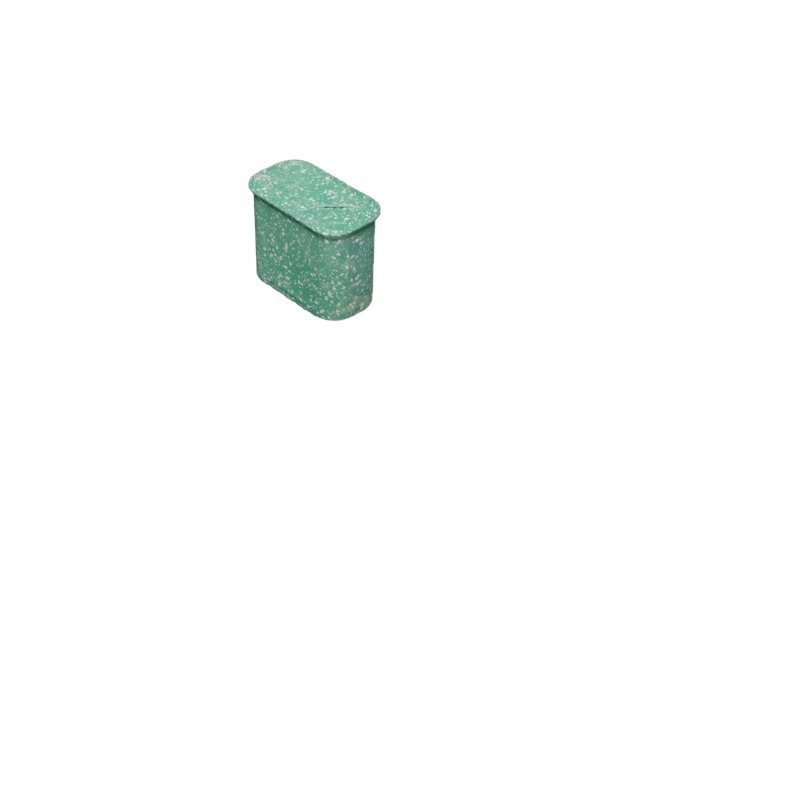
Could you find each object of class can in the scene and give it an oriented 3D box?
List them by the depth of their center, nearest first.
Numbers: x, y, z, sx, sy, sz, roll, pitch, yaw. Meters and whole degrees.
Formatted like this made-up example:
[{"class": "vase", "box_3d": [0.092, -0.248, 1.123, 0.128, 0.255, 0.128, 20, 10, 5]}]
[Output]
[{"class": "can", "box_3d": [-0.064, -0.117, 0.820, 0.057, 0.078, 0.109, -30, 49, -33]}]
